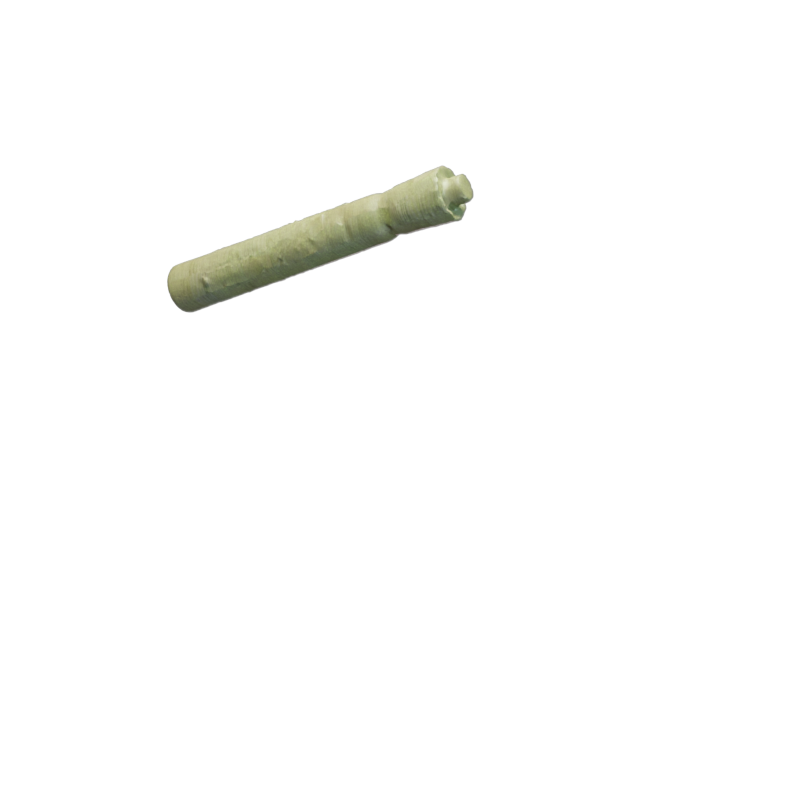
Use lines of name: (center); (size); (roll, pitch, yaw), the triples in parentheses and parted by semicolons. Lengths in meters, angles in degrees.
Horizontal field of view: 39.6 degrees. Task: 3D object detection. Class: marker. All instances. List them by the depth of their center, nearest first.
marker: (-0.030, -0.055, 0.383); (0.123, 0.020, 0.019); (-15, -4, 31)
